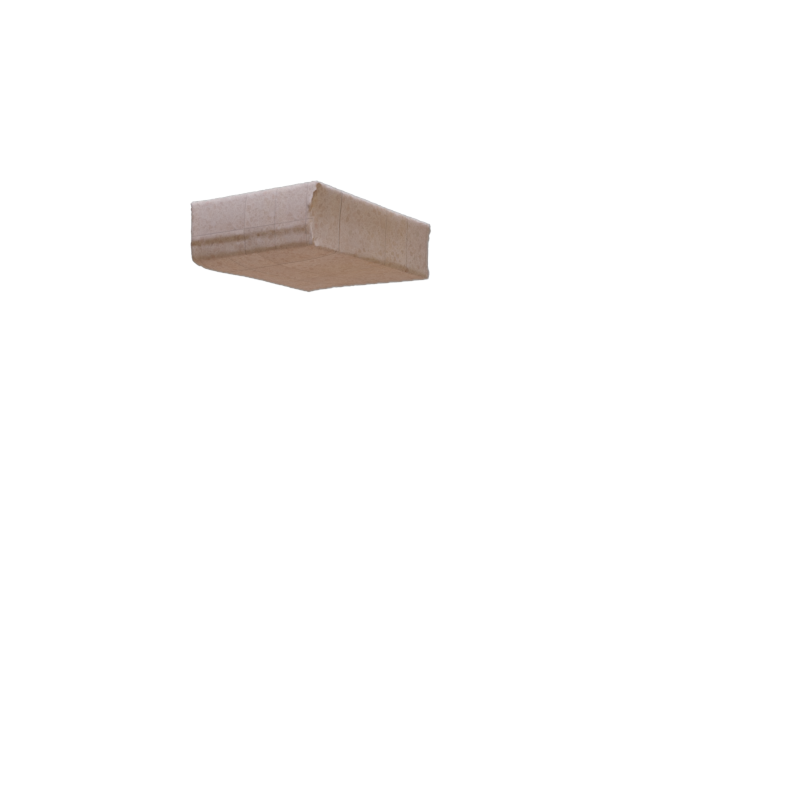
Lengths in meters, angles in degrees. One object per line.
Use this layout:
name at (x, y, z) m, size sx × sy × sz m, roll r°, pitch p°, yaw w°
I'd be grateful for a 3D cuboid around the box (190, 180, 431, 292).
box at (-0.049, -0.089, 0.626) m, size 0.092 × 0.040 × 0.108 m, roll -3°, pitch -5°, yaw 35°
